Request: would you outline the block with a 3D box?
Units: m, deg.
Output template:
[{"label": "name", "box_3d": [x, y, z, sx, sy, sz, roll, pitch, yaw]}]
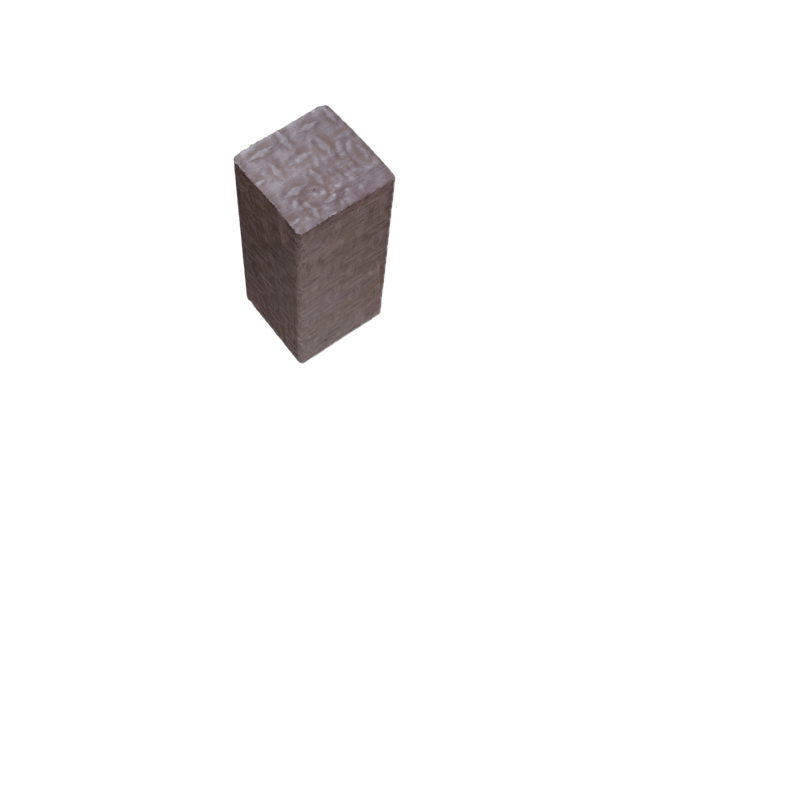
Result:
[{"label": "block", "box_3d": [-0.071, -0.130, 0.904, 0.091, 0.095, 0.194, -34, -20, -18]}]
